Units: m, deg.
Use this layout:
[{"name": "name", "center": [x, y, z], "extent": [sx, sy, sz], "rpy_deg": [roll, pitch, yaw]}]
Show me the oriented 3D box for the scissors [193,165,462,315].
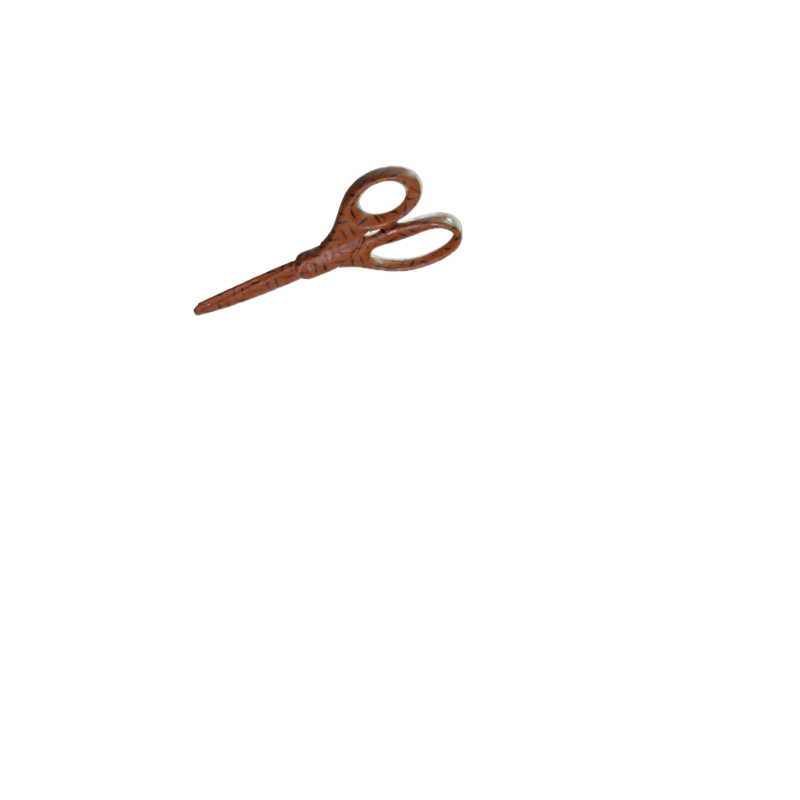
[{"name": "scissors", "center": [-0.060, -0.109, 0.761], "extent": [0.203, 0.017, 0.089], "rpy_deg": [-9, -46, 9]}]
